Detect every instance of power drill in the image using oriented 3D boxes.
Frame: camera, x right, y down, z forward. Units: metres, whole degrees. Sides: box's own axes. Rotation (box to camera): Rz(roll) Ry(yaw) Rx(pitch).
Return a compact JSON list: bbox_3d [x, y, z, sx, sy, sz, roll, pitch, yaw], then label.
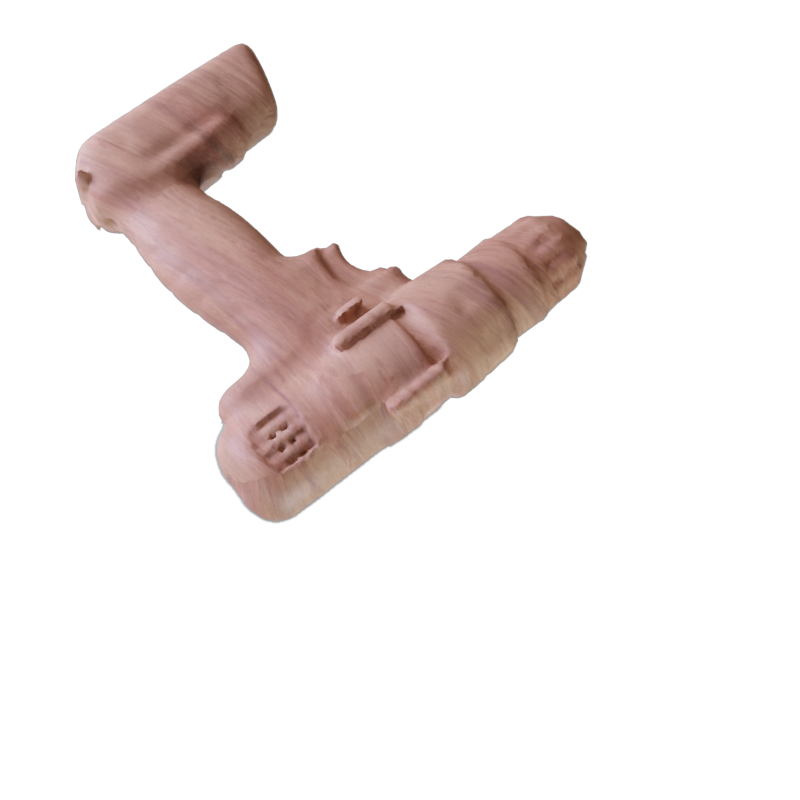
[{"bbox_3d":[-0.038,-0.069,0.485,0.185,0.198,0.054,-36,-21,-17],"label":"power drill"}]
